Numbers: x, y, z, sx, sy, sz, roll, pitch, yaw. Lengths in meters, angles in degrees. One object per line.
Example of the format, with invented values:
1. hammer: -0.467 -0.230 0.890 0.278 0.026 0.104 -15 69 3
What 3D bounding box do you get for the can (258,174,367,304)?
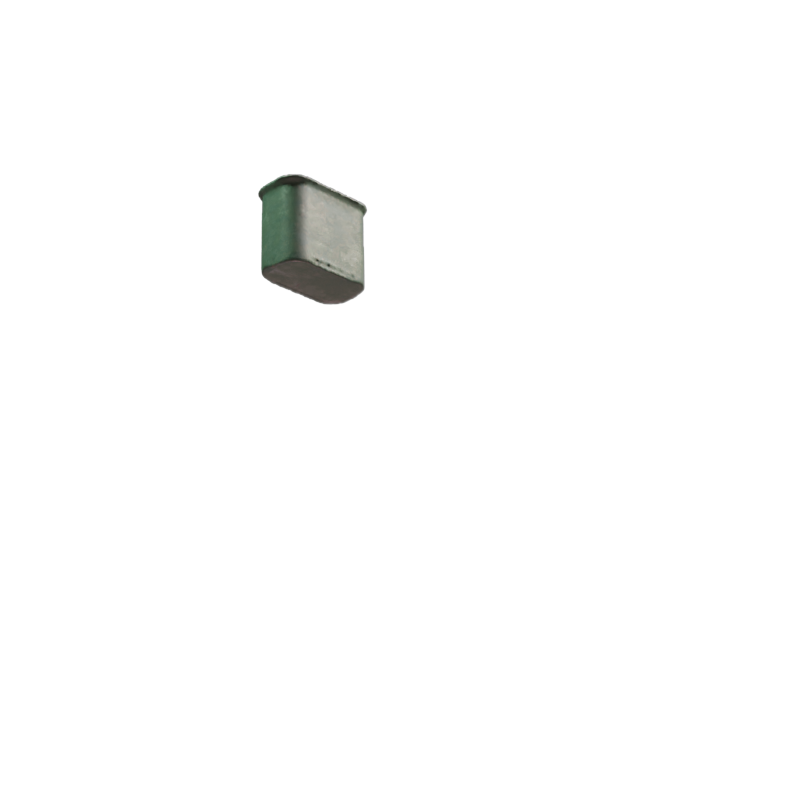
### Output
1. can: -0.077 -0.140 0.981 0.096 0.089 0.058 21 -33 -40
